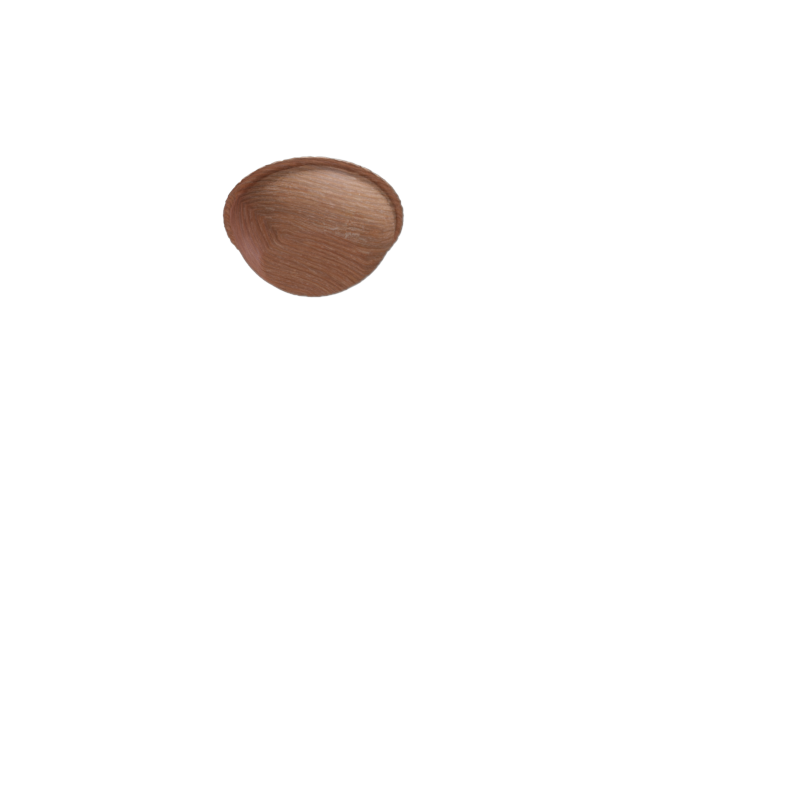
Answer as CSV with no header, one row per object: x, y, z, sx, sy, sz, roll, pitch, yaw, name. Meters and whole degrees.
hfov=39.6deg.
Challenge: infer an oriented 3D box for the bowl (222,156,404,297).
-0.076,-0.139,0.970,0.162,0.059,0.151,1,-35,-2,bowl
